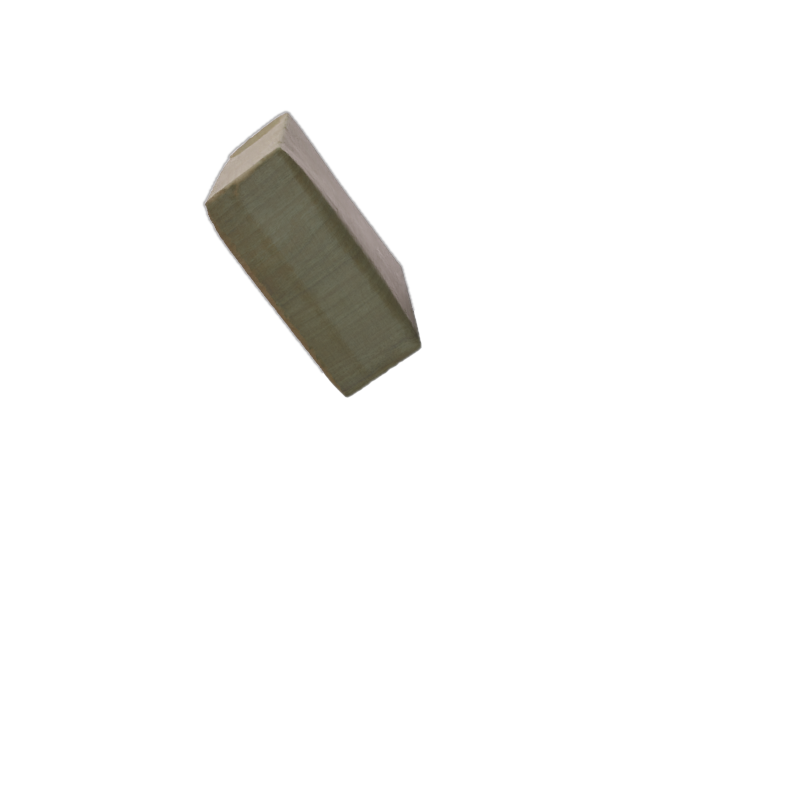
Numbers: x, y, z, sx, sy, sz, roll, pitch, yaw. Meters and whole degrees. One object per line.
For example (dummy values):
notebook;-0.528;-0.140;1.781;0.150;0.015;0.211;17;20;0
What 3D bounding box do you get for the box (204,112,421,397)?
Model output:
box;-0.064;-0.116;0.813;0.072;0.159;0.222;-35;16;8
